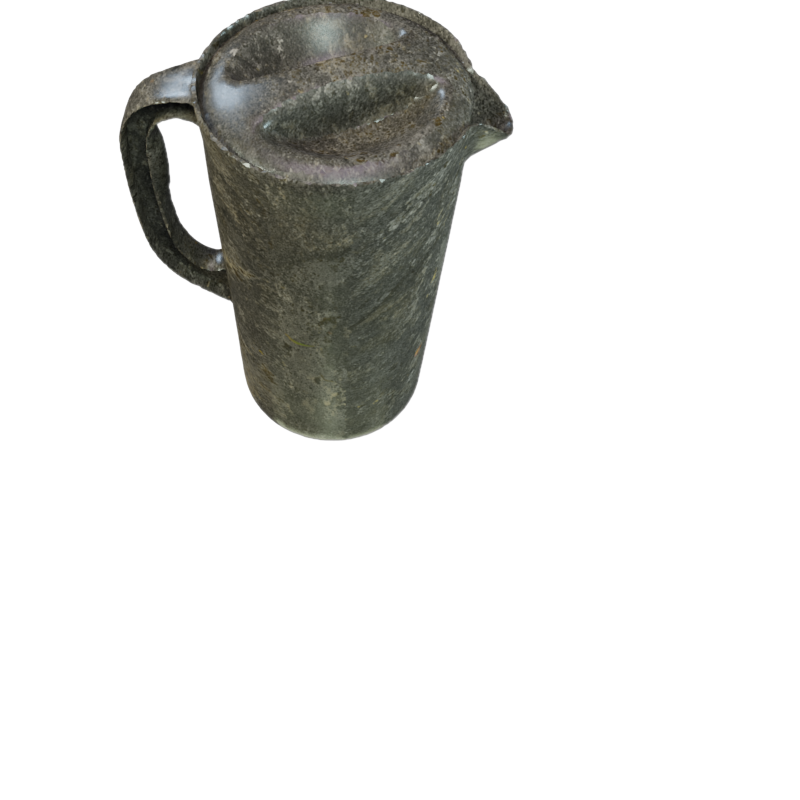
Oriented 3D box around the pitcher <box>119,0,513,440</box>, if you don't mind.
[{"bbox_3d":[-0.047,-0.085,0.596,0.146,0.159,0.227,-35,-28,-25],"label":"pitcher"}]
